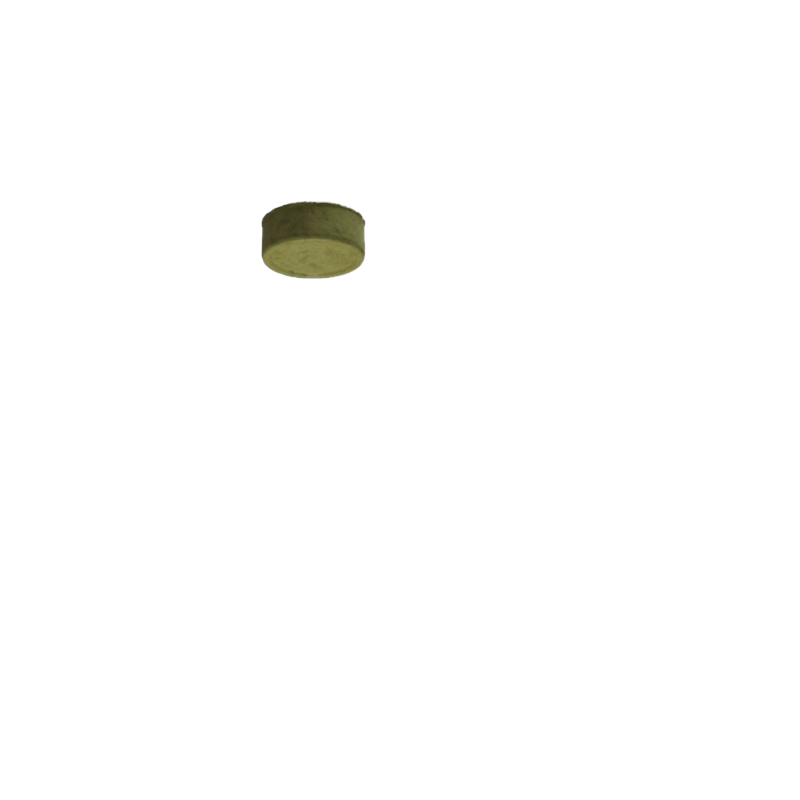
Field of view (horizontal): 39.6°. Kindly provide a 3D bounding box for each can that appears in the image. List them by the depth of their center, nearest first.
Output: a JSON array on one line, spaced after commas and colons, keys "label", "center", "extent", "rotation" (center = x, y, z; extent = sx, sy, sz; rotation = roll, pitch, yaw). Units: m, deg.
[{"label": "can", "center": [-0.071, -0.130, 0.908], "extent": [0.086, 0.035, 0.082], "rotation": [0, -18, -2]}]
